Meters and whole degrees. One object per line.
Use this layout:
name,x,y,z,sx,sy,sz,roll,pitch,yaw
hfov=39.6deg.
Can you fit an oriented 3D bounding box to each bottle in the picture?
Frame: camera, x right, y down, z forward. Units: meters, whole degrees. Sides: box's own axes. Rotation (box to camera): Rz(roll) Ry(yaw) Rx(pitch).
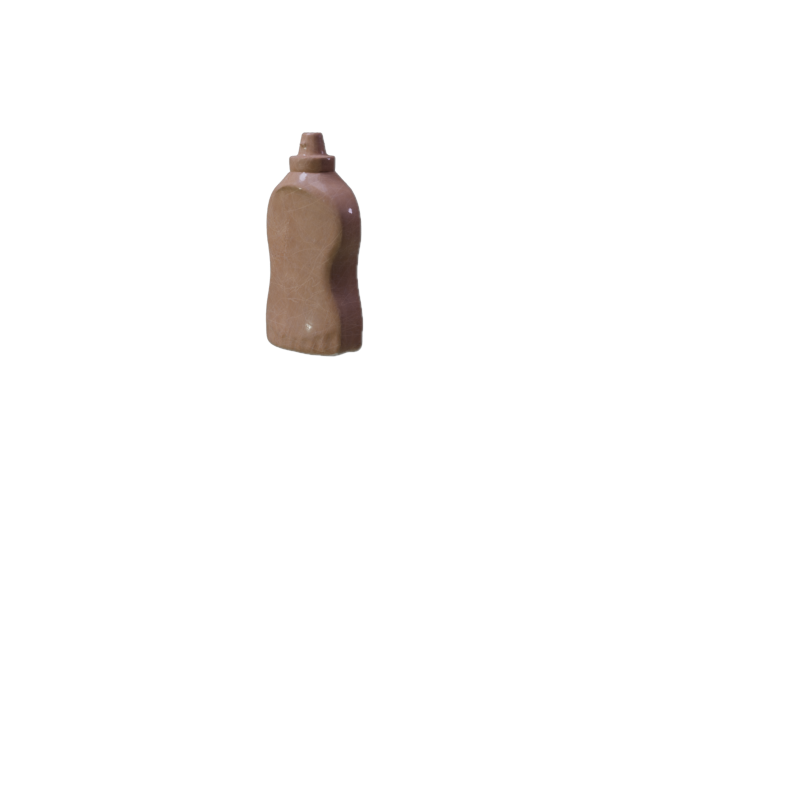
bottle,-0.077,-0.139,0.977,0.101,0.188,0.057,8,11,44
